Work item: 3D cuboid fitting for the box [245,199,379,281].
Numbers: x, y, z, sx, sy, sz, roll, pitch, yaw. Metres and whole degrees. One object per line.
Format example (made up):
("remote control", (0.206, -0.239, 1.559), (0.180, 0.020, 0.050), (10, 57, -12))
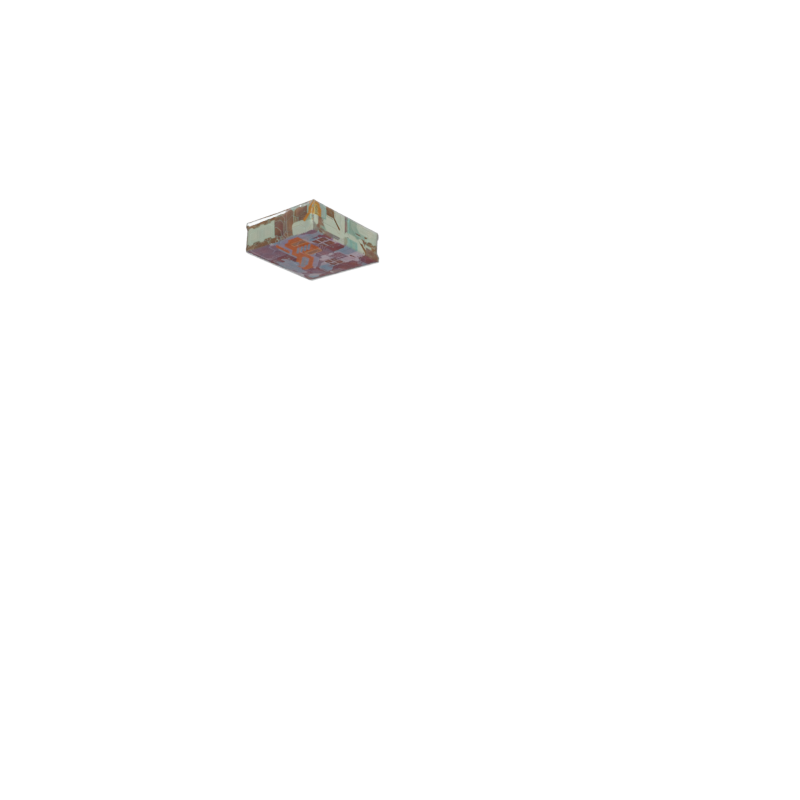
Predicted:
("box", (-0.072, -0.131, 0.916), (0.074, 0.032, 0.084), (-13, -21, 36))
